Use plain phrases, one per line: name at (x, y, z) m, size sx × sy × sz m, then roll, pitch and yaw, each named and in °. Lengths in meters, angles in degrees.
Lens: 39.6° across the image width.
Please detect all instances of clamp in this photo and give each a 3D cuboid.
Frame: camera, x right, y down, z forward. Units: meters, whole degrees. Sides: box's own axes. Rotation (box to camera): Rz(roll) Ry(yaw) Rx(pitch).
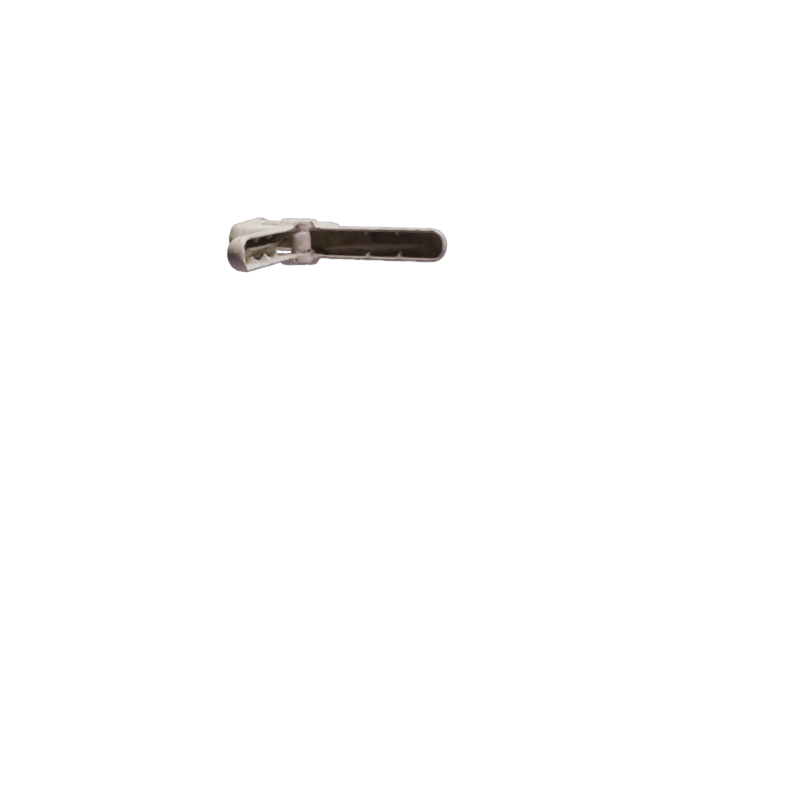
clamp at (-0.068, -0.124, 0.870) m, size 0.162 × 0.036 × 0.218 m, roll -3°, pitch 12°, yaw -16°
